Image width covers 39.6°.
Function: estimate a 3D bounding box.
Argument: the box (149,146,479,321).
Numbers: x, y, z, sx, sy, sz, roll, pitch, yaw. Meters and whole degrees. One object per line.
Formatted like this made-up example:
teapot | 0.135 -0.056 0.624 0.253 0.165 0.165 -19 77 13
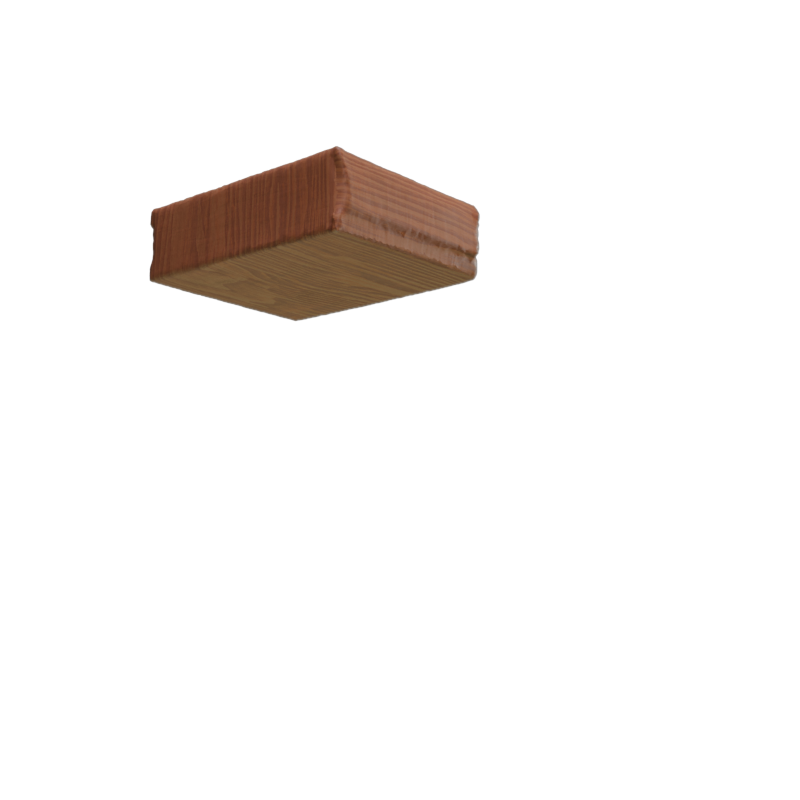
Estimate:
box | -0.029 -0.054 0.377 0.091 0.031 0.069 -10 -15 40
